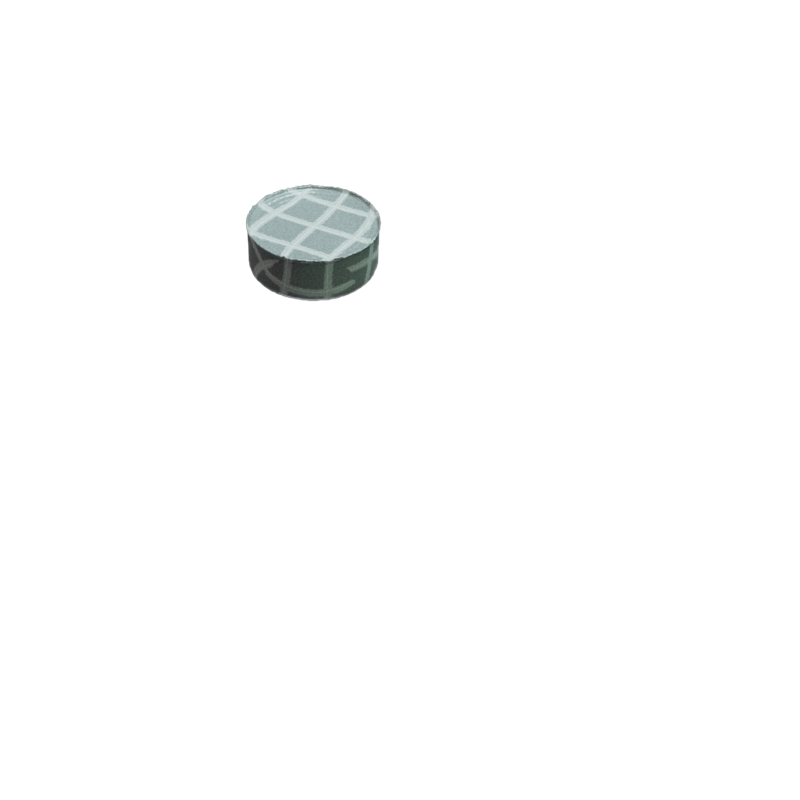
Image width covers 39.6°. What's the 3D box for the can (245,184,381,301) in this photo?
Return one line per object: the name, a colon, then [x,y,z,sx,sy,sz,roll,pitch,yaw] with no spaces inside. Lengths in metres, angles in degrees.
can: [-0.056,-0.102,0.712,0.086,0.031,0.092,-1,40,-2]
